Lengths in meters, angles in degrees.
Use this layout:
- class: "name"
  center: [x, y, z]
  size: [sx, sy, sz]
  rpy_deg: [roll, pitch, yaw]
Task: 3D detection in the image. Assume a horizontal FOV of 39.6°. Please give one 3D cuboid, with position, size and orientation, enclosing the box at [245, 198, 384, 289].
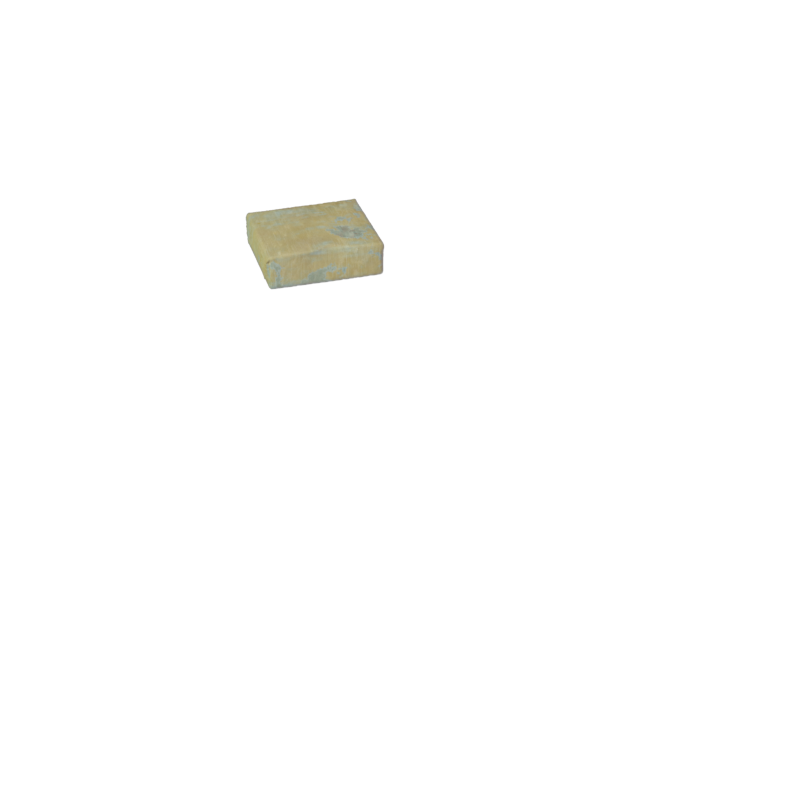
- class: "box"
  center: [-0.065, -0.118, 0.825]
  size: [0.088, 0.028, 0.079]
  rpy_deg: [-9, 36, -13]
